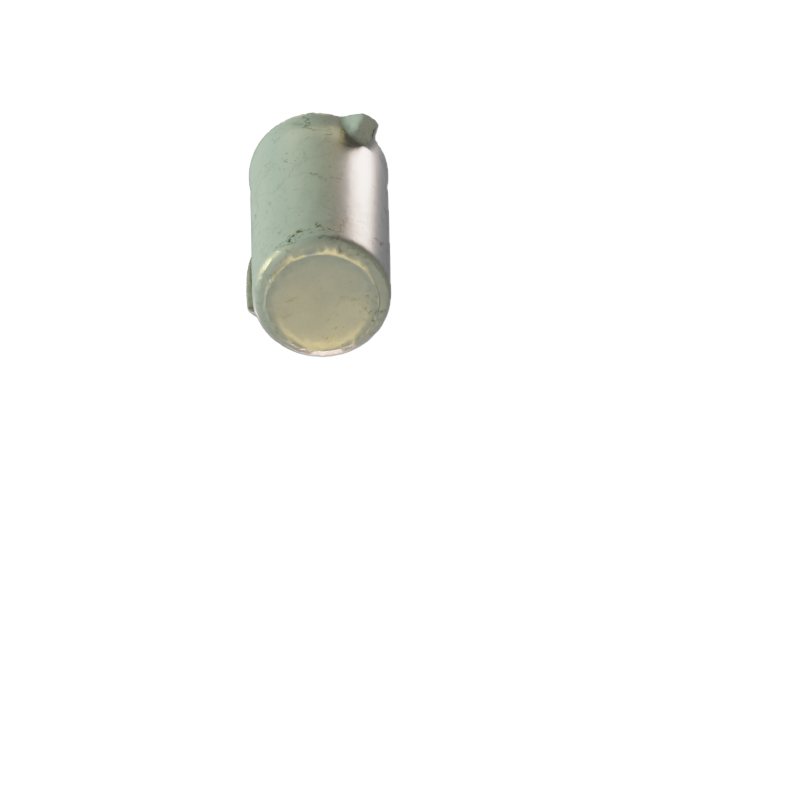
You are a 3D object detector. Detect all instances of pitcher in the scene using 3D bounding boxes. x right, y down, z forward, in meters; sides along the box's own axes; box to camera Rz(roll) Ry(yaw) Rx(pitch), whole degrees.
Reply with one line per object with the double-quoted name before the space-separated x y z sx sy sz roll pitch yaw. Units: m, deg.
"pitcher" -0.075 -0.137 0.958 0.145 0.140 0.259 -8 33 1
